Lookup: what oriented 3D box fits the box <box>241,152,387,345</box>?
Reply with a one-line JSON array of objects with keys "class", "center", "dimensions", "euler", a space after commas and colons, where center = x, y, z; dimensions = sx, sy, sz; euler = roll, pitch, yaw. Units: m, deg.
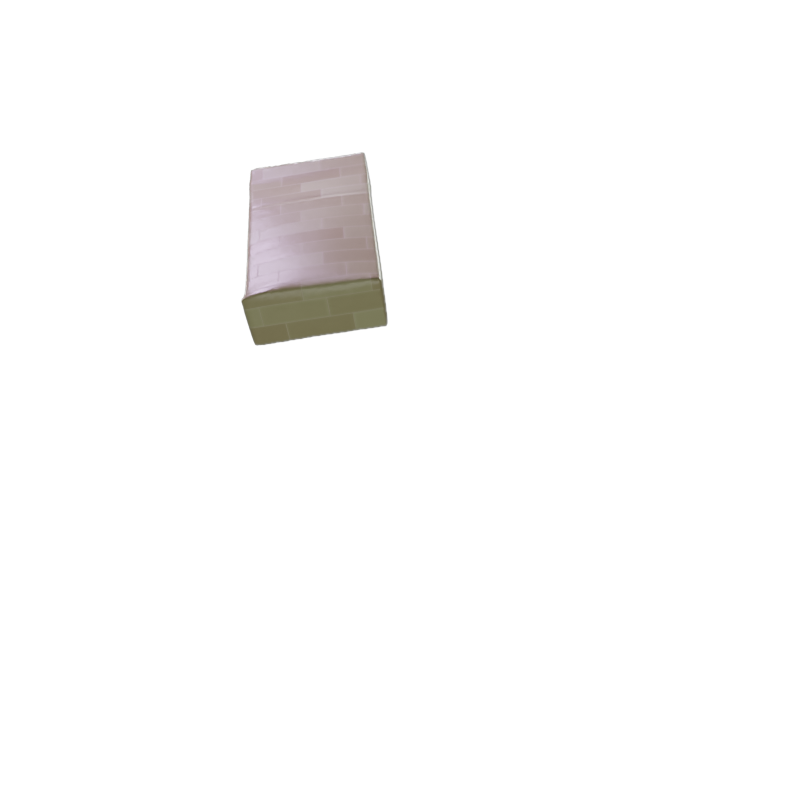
[{"class": "box", "center": [-0.062, -0.113, 0.796], "dimensions": [0.094, 0.045, 0.188], "euler": [-9, 36, 3]}]
